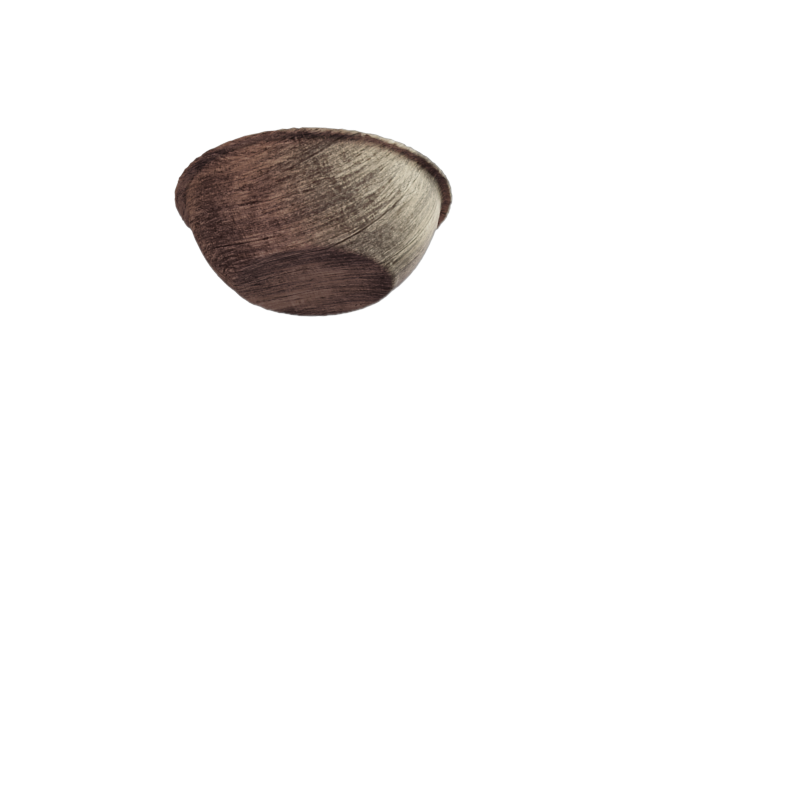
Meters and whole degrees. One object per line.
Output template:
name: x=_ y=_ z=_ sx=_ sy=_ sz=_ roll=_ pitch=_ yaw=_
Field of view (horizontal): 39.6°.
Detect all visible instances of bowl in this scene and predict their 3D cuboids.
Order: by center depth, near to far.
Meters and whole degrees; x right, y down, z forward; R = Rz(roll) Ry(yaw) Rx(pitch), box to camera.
bowl: x=-0.050 y=-0.091 z=0.635 sx=0.162 sy=0.058 sz=0.154 roll=1 pitch=-22 yaw=-2
